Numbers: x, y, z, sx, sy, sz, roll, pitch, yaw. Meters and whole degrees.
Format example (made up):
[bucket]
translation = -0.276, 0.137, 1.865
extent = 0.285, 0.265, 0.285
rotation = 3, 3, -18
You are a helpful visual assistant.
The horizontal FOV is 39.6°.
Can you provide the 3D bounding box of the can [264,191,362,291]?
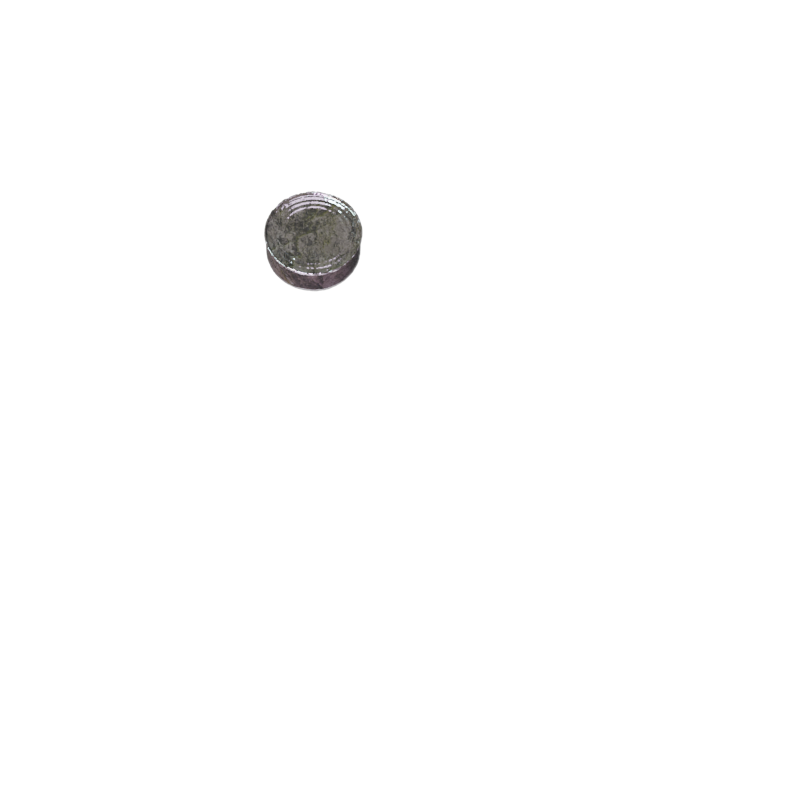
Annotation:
[can]
translation = -0.077, -0.140, 0.981
extent = 0.086, 0.091, 0.031
rotation = -1, -30, -1
